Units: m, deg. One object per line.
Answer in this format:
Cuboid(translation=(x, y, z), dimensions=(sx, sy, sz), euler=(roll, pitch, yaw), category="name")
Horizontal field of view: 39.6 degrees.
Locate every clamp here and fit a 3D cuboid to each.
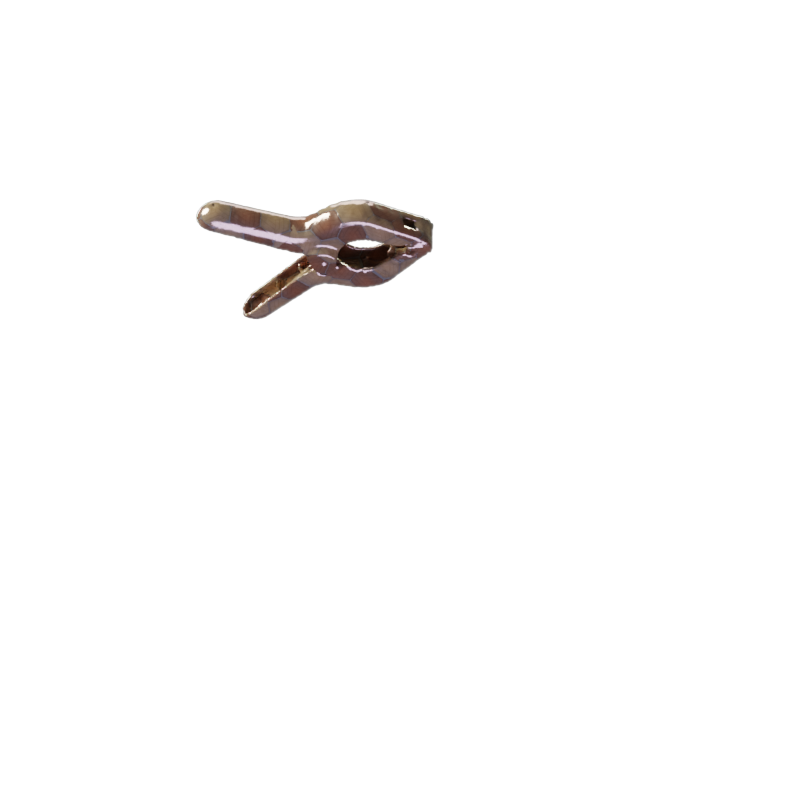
Cuboid(translation=(-0.065, -0.118, 0.825), dimensions=(0.173, 0.042, 0.111), euler=(-14, -37, 19), category="clamp")
